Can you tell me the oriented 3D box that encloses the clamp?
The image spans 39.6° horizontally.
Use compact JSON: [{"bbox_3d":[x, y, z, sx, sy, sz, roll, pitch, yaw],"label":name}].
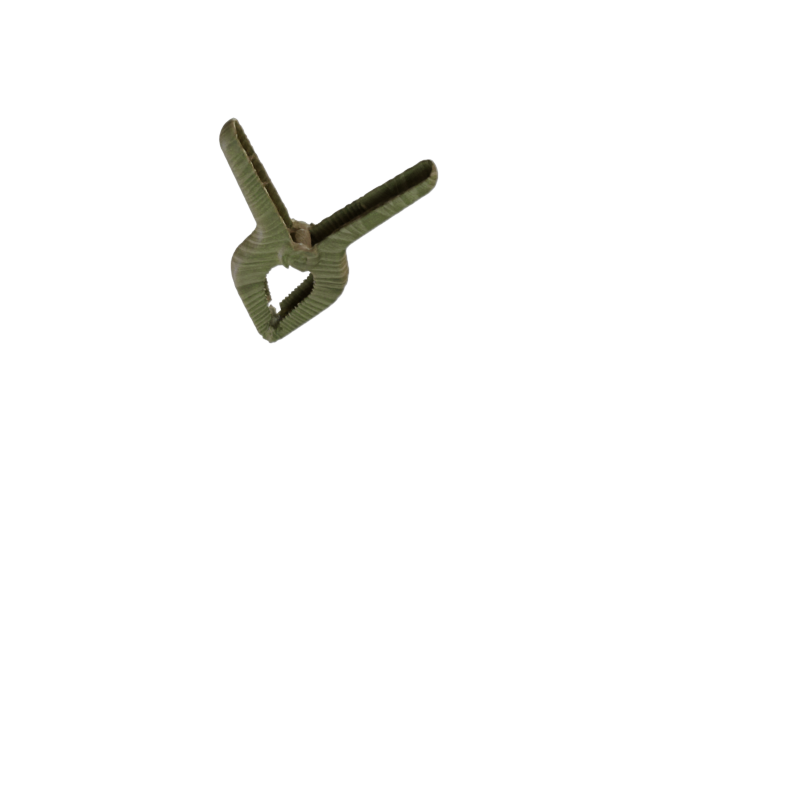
[{"bbox_3d":[-0.068,-0.124,0.867,0.163,0.039,0.198,7,-45,-8],"label":"clamp"}]
